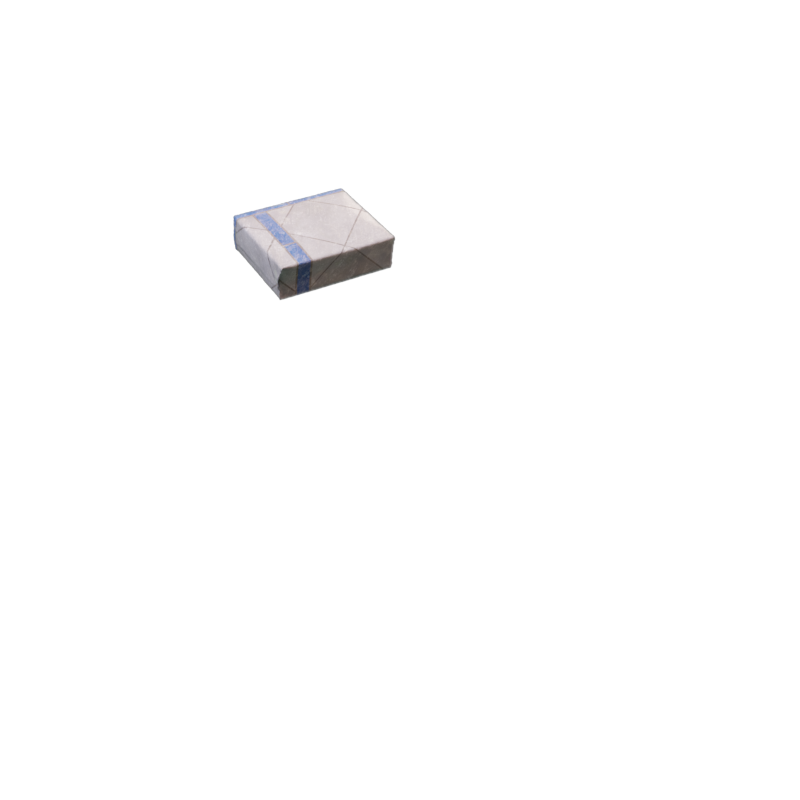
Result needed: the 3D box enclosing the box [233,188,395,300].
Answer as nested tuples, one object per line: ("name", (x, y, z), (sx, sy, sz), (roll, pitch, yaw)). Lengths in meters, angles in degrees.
("box", (-0.075, -0.136, 0.956), (0.112, 0.036, 0.097), (-21, 43, -24))
